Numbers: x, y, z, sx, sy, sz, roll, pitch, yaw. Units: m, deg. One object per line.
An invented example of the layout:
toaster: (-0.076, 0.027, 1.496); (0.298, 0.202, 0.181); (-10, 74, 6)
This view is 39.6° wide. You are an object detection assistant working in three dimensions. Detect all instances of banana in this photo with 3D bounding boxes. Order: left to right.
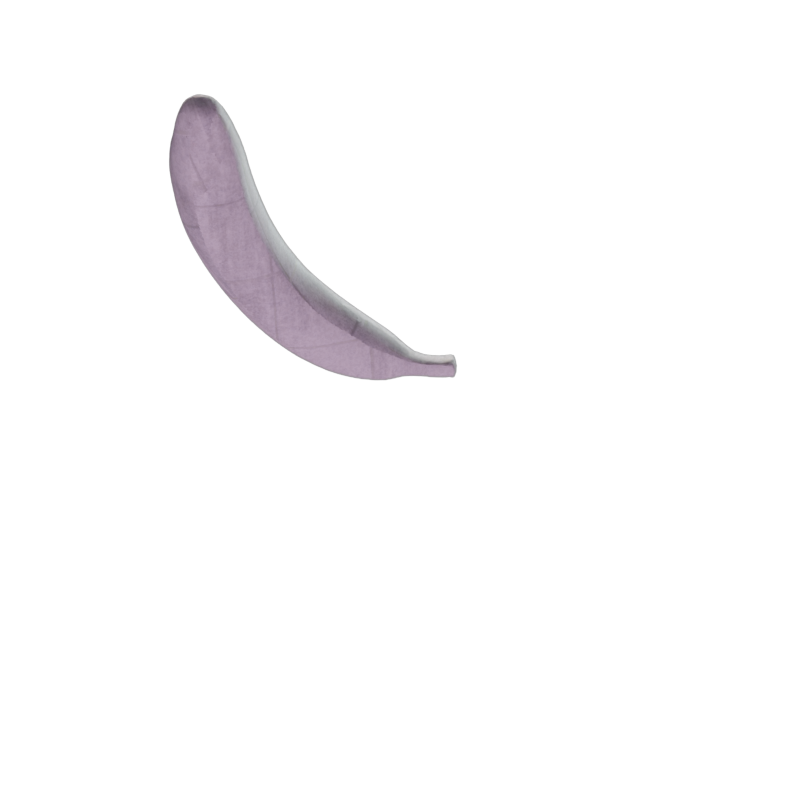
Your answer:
banana: (-0.053, -0.063, 0.513); (0.070, 0.039, 0.184); (-27, -50, 25)
